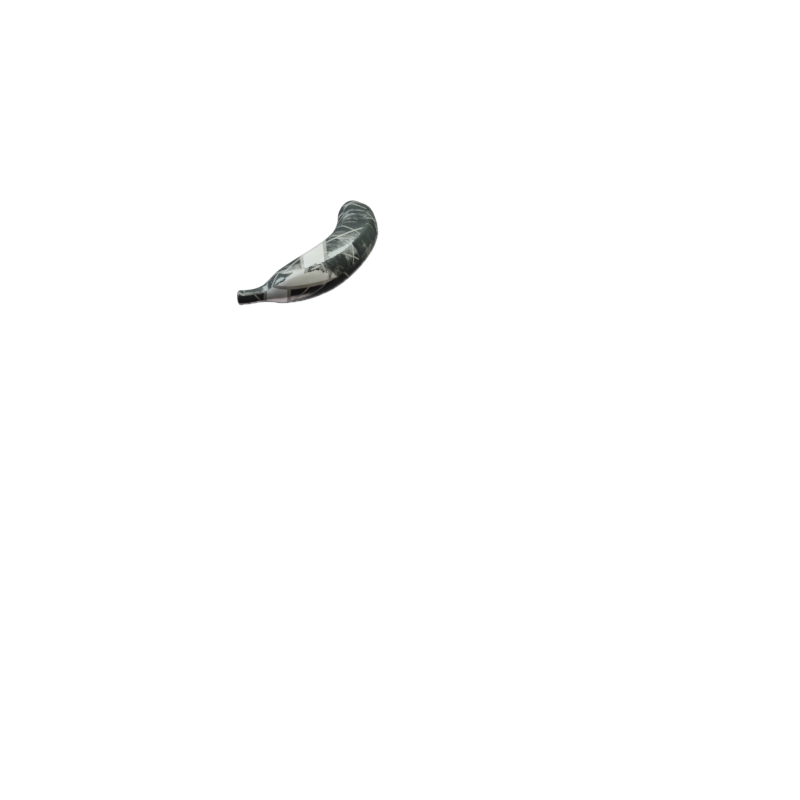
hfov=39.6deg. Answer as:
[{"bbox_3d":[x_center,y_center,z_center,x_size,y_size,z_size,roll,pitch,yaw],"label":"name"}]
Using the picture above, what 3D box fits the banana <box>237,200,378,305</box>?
[{"bbox_3d":[-0.059,-0.128,0.930,0.072,0.035,0.201,14,33,21],"label":"banana"}]
